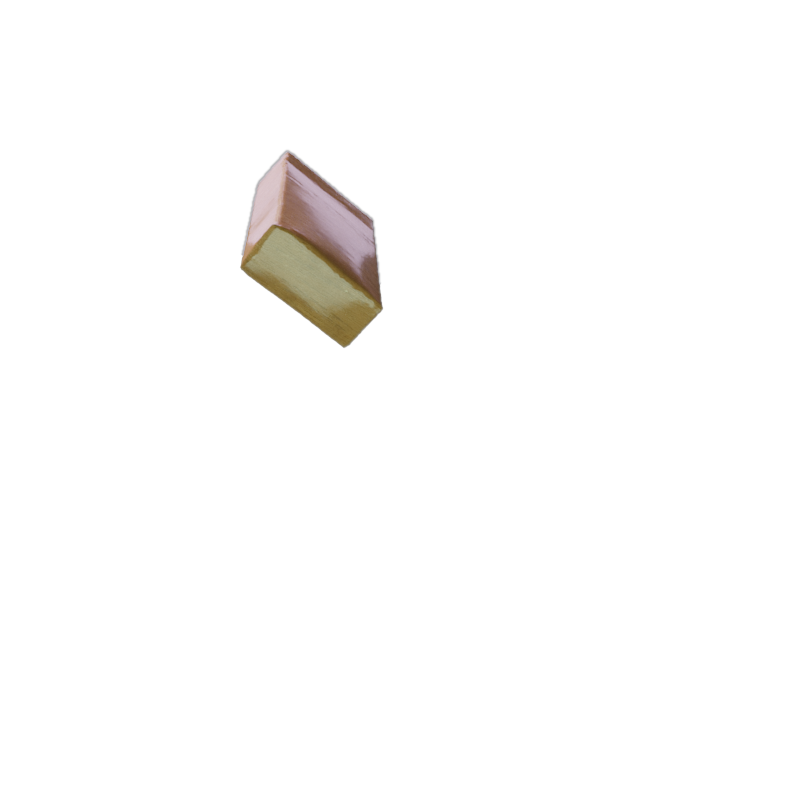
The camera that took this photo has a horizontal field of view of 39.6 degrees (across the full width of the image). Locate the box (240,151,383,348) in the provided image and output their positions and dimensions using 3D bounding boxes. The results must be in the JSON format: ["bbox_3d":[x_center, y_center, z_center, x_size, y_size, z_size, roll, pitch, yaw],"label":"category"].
[{"bbox_3d":[-0.062,-0.113,0.797,0.090,0.047,0.185,37,17,-18],"label":"box"}]
